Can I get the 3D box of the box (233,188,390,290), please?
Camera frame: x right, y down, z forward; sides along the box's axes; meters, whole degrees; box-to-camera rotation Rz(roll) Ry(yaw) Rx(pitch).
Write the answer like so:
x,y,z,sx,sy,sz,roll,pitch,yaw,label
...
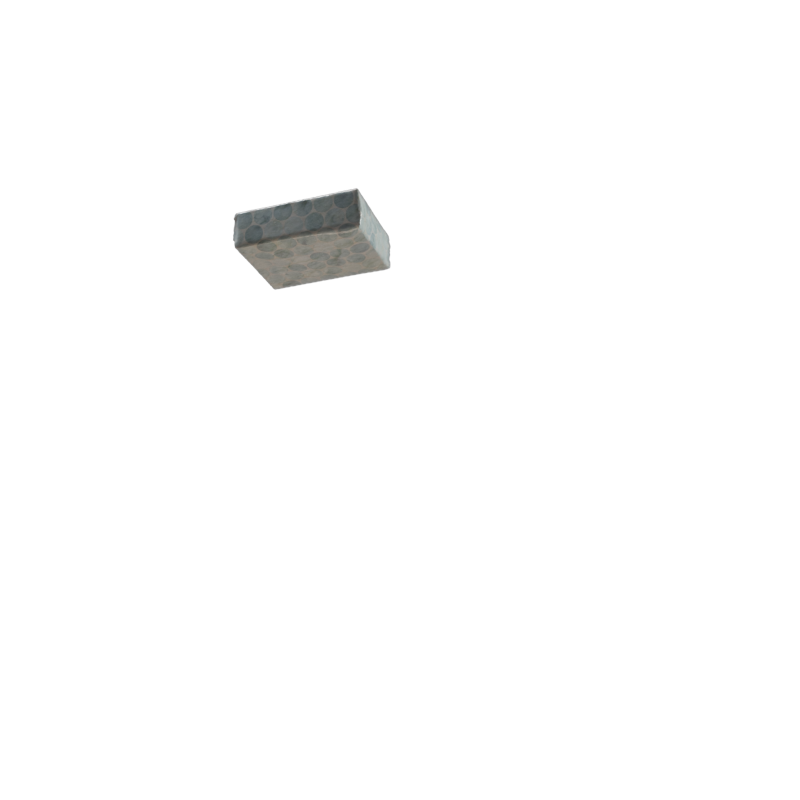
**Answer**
x,y,z,sx,sy,sz,roll,pitch,yaw,label
-0.074,-0.135,0.947,0.115,0.041,0.084,-7,-22,17,box
